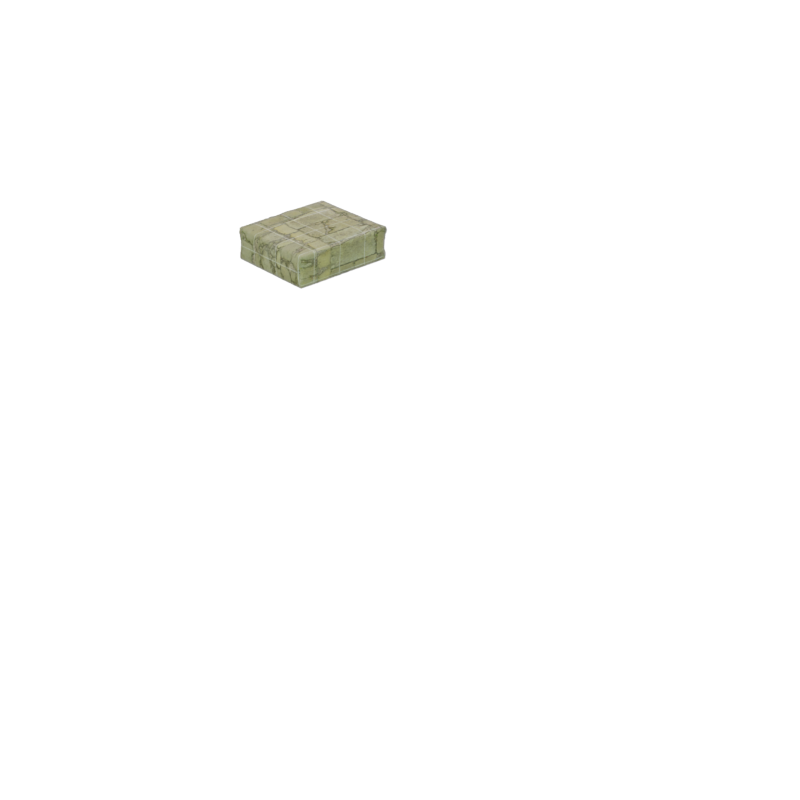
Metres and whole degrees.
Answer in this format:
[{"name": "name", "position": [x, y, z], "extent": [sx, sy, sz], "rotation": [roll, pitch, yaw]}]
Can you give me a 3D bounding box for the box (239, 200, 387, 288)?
[{"name": "box", "position": [-0.066, -0.121, 0.845], "extent": [0.088, 0.028, 0.078], "rotation": [-25, 38, -37]}]
